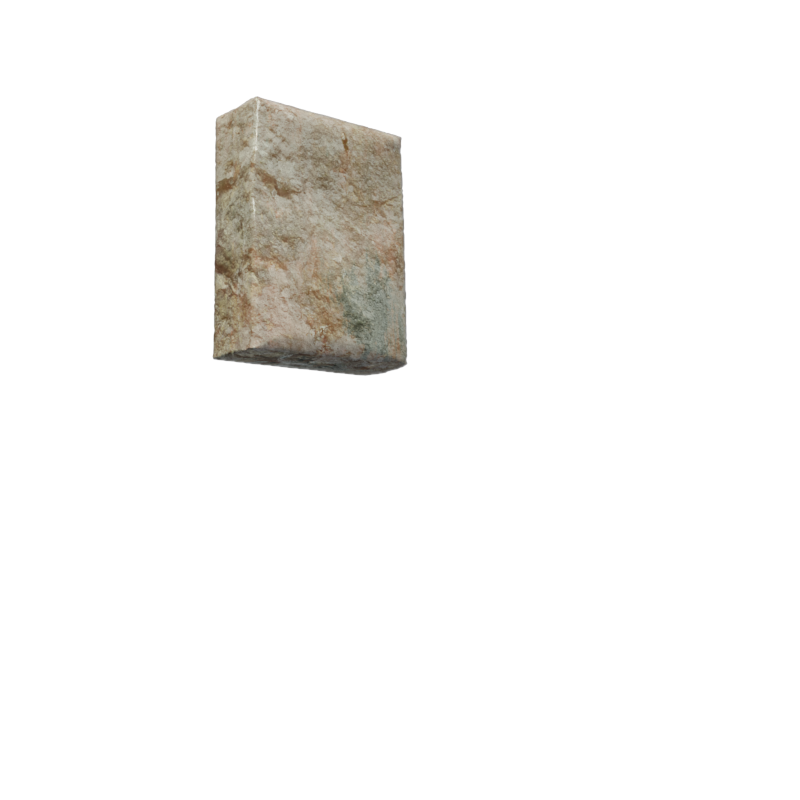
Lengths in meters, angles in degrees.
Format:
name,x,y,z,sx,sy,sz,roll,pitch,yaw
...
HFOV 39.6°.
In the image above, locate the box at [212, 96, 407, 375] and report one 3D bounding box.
name,x,y,z,sx,sy,sz,roll,pitch,yaw
box,-0.074,-0.135,0.949,0.156,0.221,0.073,9,-17,-37
